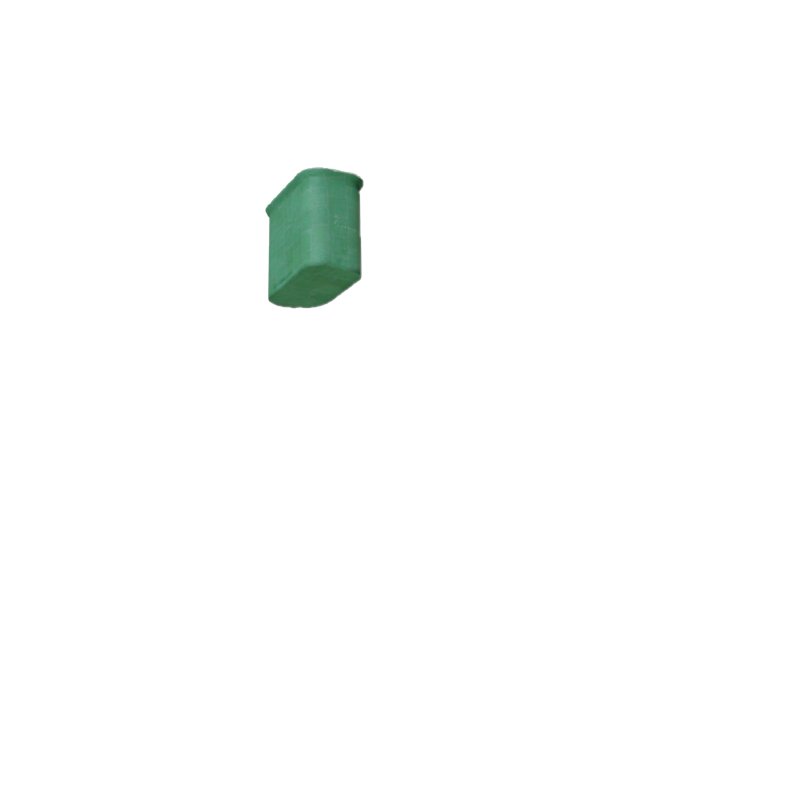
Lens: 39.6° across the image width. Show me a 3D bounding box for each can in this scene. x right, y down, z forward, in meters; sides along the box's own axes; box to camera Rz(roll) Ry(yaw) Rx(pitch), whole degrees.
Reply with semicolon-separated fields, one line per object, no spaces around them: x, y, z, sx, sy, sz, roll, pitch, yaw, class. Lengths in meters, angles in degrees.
-0.070;-0.129;0.901;0.055;0.088;0.101;9;-22;-26;can
